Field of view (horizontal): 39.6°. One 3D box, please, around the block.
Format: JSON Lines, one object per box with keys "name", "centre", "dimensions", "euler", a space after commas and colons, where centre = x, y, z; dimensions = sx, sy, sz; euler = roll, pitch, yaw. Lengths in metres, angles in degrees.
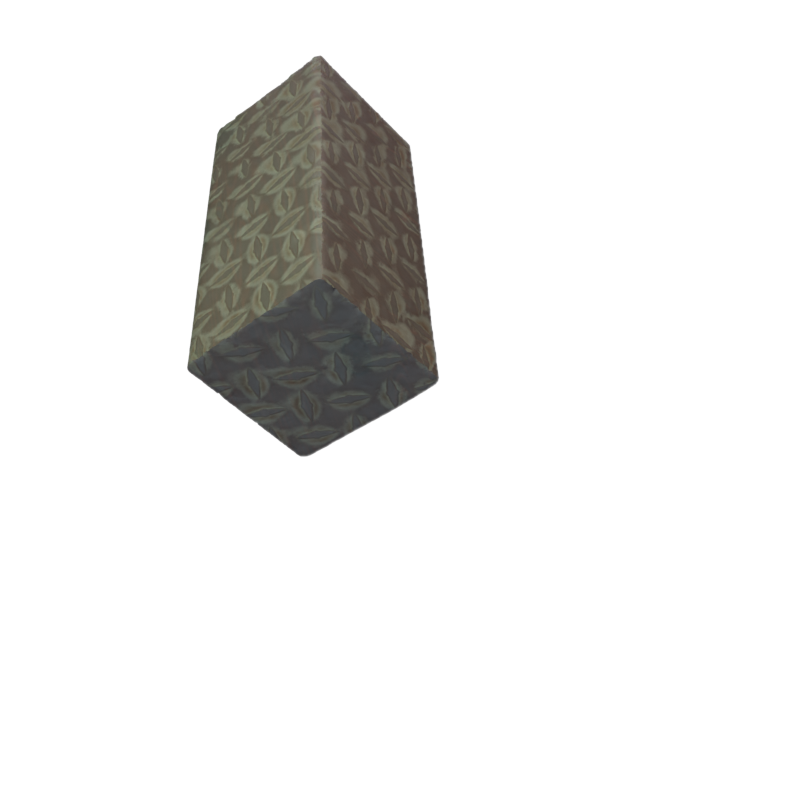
{"name": "block", "centre": [-0.048, -0.087, 0.612], "dimensions": [0.090, 0.221, 0.085], "euler": [-32, -53, 24]}
